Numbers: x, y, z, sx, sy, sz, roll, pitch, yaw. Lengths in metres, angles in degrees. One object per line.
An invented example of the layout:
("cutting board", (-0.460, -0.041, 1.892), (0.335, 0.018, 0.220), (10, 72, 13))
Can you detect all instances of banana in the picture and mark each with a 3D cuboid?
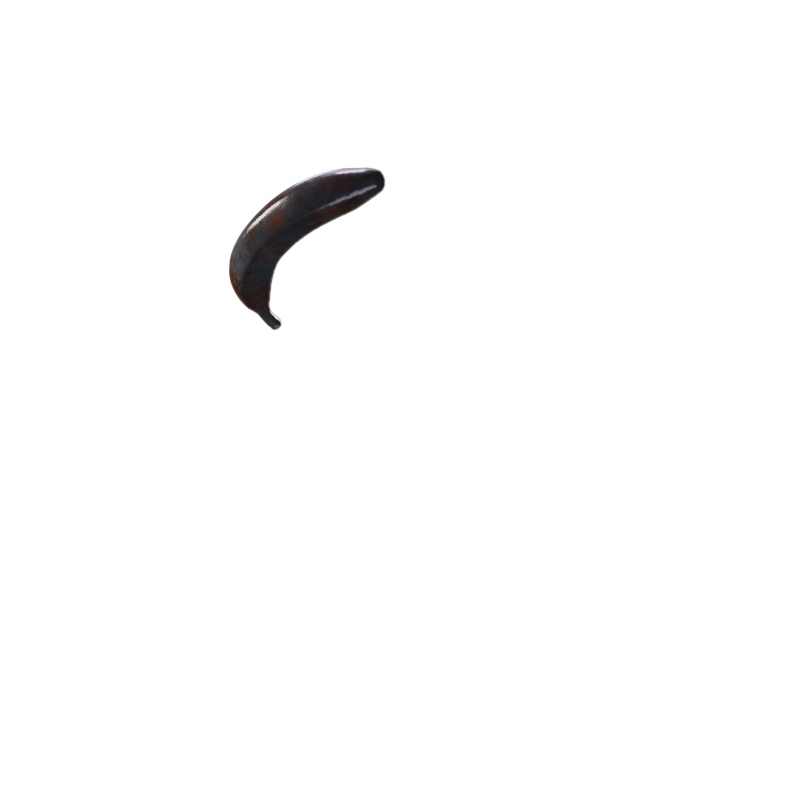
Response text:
("banana", (-0.085, -0.125, 0.856), (0.067, 0.039, 0.192), (17, -38, -24))
